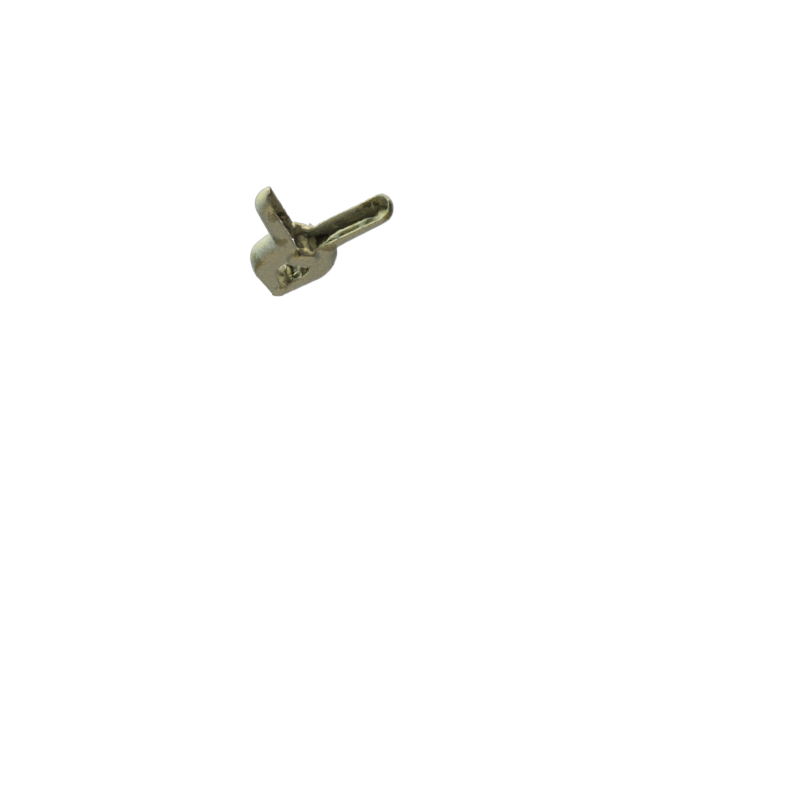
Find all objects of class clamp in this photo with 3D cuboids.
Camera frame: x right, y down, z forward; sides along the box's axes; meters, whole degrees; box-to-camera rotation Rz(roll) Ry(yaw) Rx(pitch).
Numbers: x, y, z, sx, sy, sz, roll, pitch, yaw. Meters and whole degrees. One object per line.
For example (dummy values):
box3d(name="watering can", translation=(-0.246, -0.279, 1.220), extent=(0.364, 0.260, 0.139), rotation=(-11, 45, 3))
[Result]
box3d(name="clamp", translation=(-0.077, -0.141, 0.987), extent=(0.118, 0.041, 0.165), rotation=(4, -19, -11))
